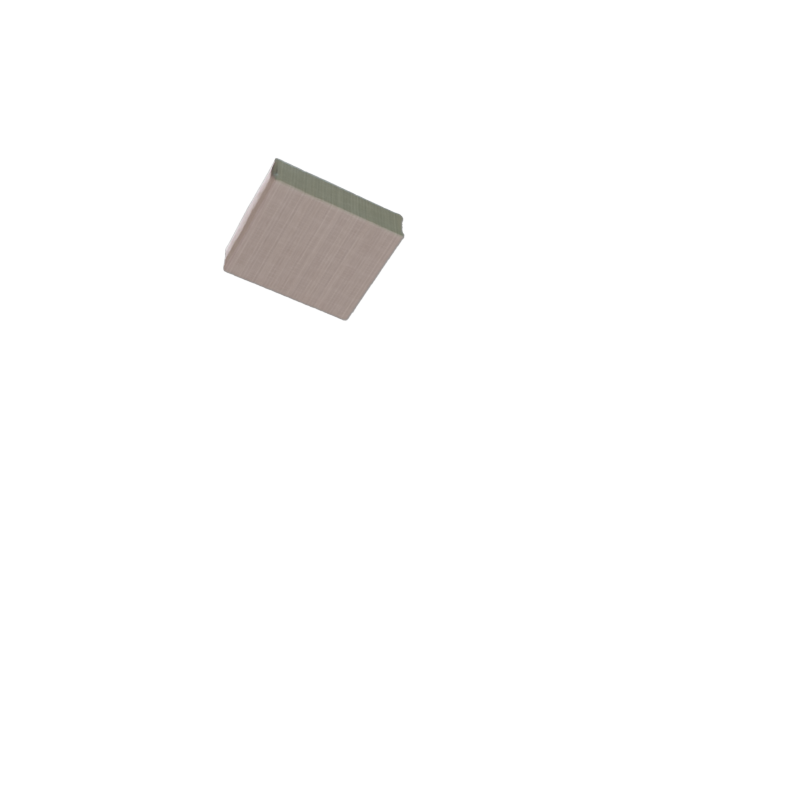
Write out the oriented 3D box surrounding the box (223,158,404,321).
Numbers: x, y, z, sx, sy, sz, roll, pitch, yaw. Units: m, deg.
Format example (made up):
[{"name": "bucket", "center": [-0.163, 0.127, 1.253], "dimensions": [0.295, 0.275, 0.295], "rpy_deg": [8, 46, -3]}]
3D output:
[{"name": "box", "center": [-0.053, -0.097, 0.677], "dimensions": [0.086, 0.071, 0.032], "rpy_deg": [23, 33, -16]}]
